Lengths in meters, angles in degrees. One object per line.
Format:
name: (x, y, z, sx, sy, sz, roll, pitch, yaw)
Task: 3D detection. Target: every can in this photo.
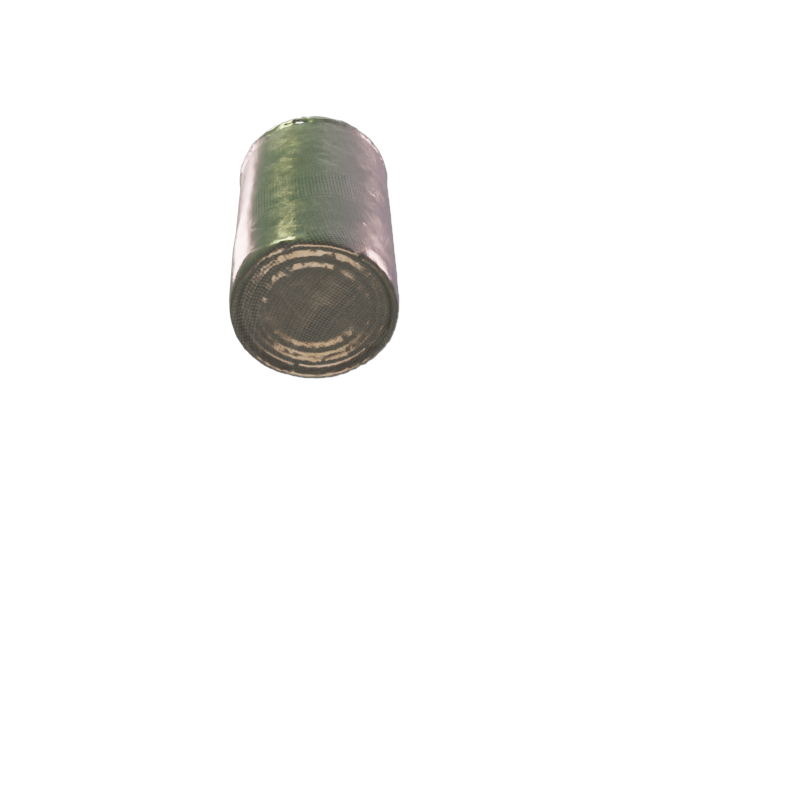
can: (-0.037, -0.067, 0.467, 0.068, 0.064, 0.109, -1, 38, -3)
